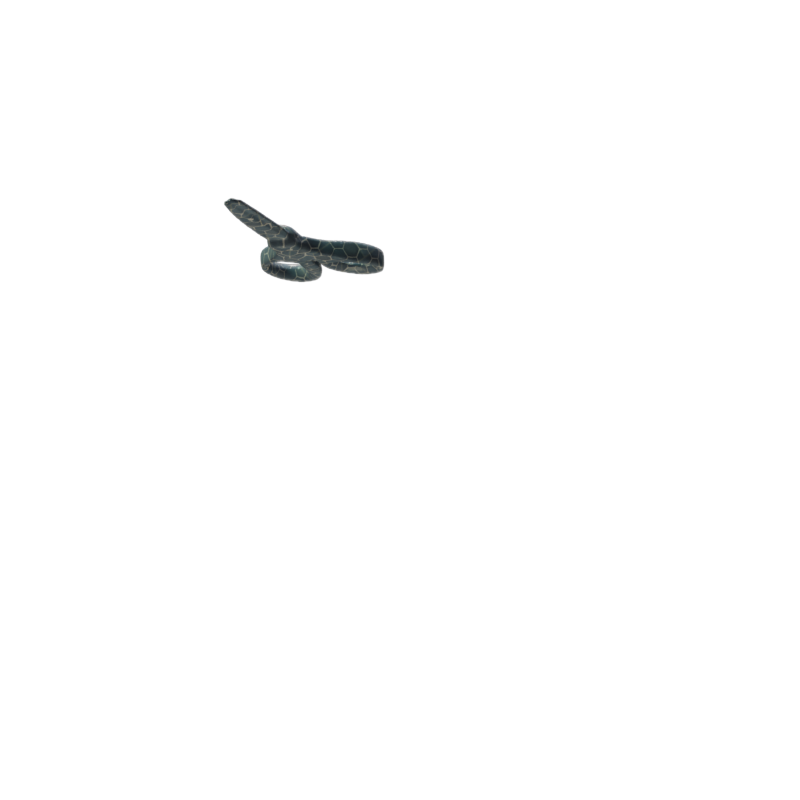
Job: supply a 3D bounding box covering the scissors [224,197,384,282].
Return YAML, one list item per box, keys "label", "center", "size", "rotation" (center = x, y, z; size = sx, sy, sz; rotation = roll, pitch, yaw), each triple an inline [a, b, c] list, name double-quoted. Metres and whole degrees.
- label: "scissors"
  center: [-0.056, -0.103, 0.721]
  size: [0.096, 0.016, 0.197]
  rotation: [0, -5, -2]
